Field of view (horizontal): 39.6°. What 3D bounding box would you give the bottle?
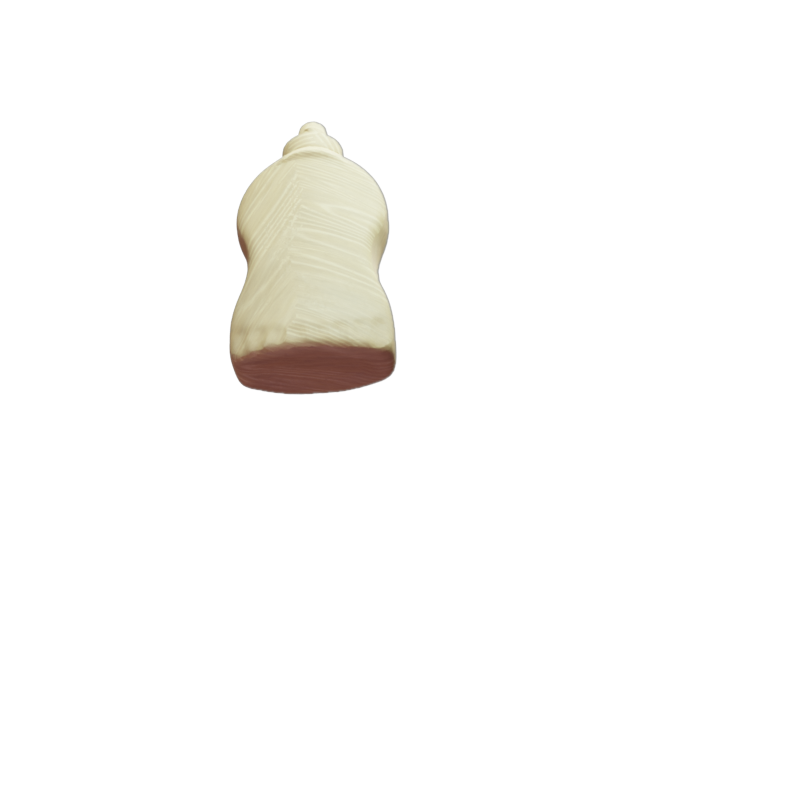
[{"bbox_3d":[-0.054,-0.099,0.694,0.097,0.205,0.054,-6,-35,5],"label":"bottle"}]
